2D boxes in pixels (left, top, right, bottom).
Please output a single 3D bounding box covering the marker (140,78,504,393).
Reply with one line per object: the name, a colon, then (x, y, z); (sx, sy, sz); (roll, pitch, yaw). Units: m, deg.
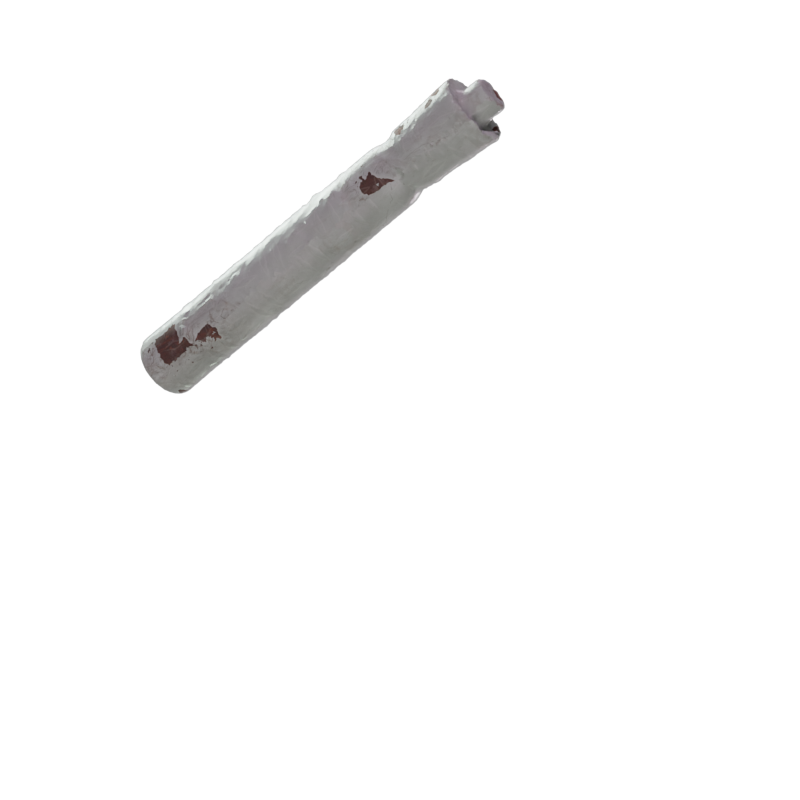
marker: (-0.022, -0.041, 0.284); (0.120, 0.021, 0.019); (-36, -15, 27)
